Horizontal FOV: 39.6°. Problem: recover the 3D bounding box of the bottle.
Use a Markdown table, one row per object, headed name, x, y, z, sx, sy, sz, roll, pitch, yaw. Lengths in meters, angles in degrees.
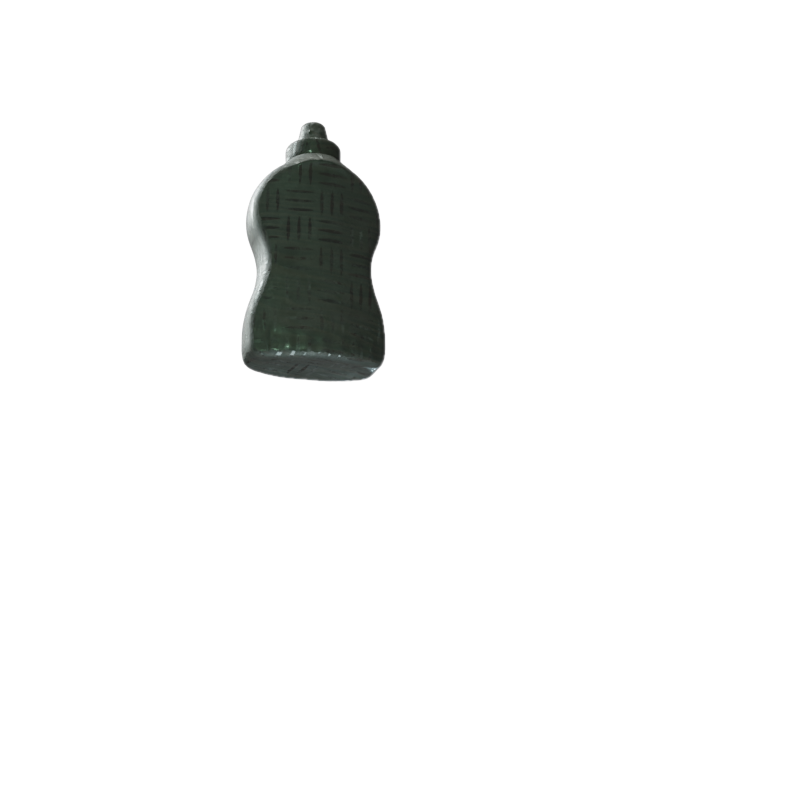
| name | x | y | z | sx | sy | sz | roll | pitch | yaw |
| --- | --- | --- | --- | --- | --- | --- | --- | --- | --- |
| bottle | -0.062 | -0.112 | 0.789 | 0.094 | 0.202 | 0.056 | 4 | -25 | -13 |
